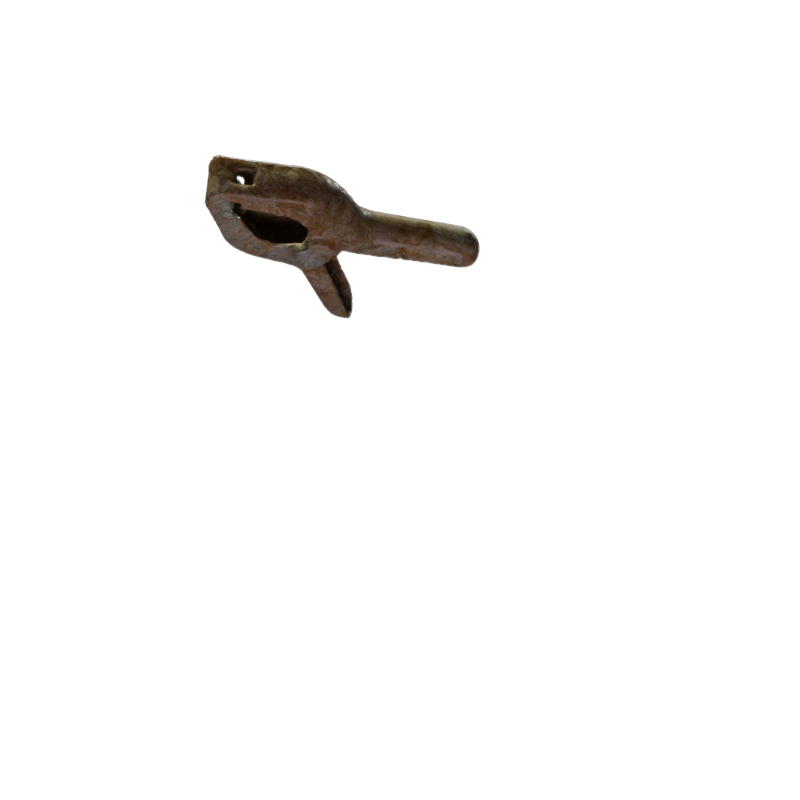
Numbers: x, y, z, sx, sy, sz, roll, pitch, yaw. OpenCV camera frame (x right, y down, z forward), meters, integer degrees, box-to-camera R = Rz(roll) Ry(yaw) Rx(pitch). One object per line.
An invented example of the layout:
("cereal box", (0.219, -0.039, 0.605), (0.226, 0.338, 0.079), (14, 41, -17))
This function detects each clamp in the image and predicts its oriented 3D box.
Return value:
("clamp", (-0.052, -0.095, 0.663), (0.163, 0.042, 0.119), (21, -37, -30))
